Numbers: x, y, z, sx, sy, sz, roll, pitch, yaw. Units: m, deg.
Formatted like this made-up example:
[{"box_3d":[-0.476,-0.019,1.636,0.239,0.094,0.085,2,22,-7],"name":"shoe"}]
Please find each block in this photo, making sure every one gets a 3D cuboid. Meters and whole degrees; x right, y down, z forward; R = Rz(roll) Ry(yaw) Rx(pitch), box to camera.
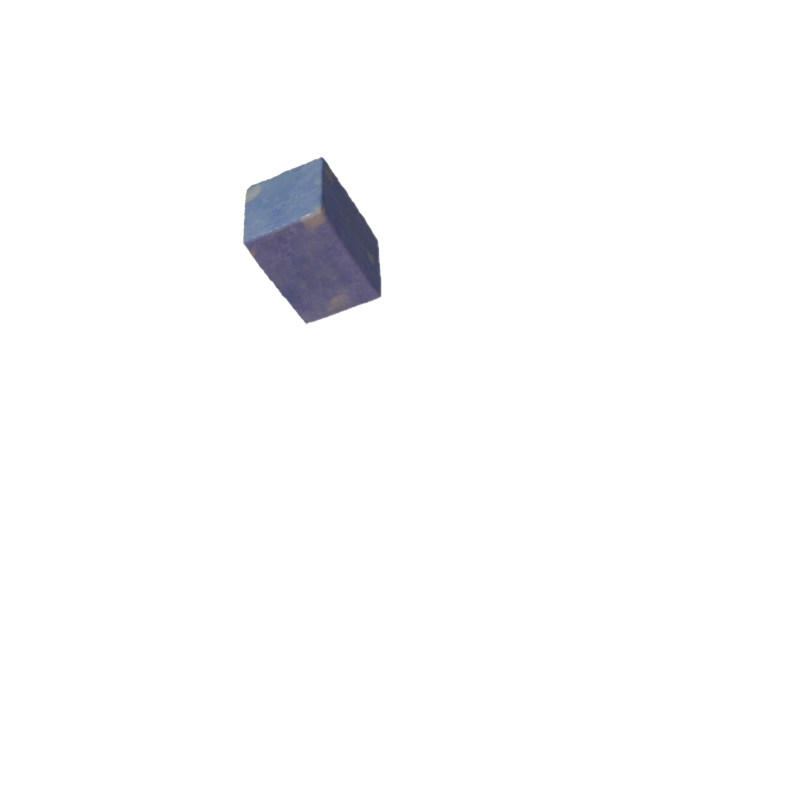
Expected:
[{"box_3d":[-0.051,-0.093,0.652,0.053,0.055,0.072,-20,-47,17],"name":"block"}]
